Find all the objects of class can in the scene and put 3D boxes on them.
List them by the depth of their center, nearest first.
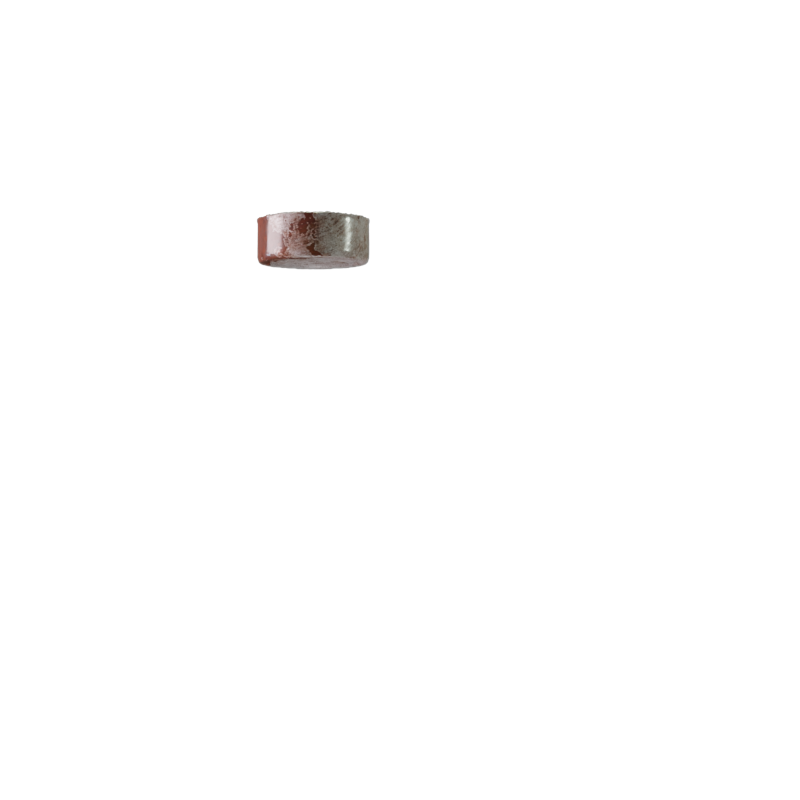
[{"bbox_3d":[-0.066,-0.120,0.838,0.086,0.034,0.085,0,-1,-2],"label":"can"}]
